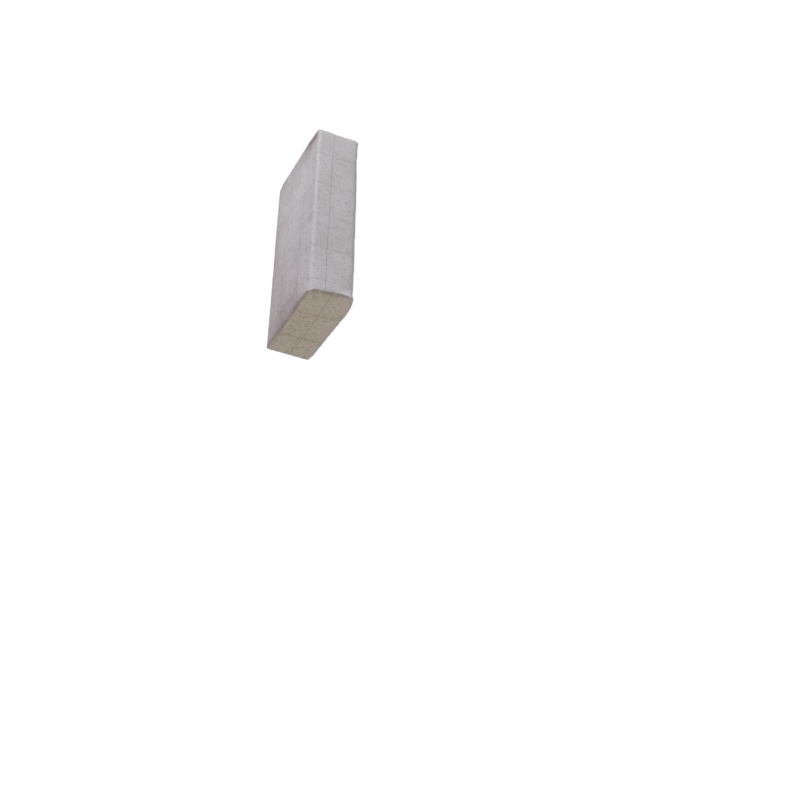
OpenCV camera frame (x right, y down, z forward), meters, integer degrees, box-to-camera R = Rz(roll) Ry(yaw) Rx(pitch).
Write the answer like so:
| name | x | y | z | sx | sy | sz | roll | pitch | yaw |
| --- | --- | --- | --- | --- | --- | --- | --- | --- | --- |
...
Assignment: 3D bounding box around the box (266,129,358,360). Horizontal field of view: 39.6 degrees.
| name | x | y | z | sx | sy | sz | roll | pitch | yaw |
| --- | --- | --- | --- | --- | --- | --- | --- | --- | --- |
| box | -0.074 | -0.134 | 0.938 | 0.046 | 0.189 | 0.090 | 15 | -39 | -23 |
